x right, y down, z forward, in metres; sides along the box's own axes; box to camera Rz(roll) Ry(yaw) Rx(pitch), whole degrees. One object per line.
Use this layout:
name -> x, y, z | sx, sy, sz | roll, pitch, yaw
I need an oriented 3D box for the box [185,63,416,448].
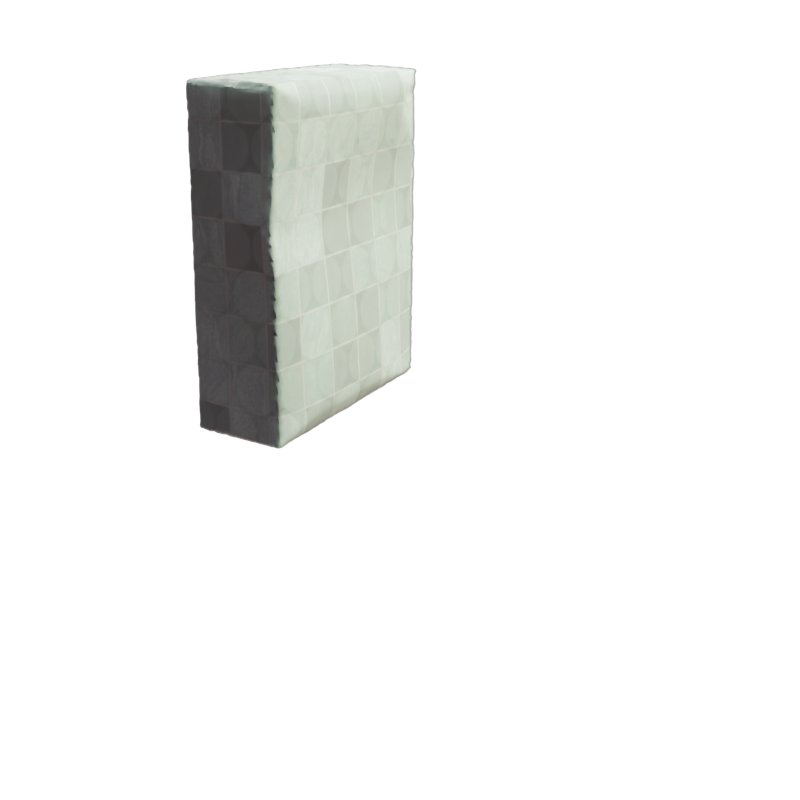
box -> -0.055, -0.100, 0.701 | 0.075, 0.207, 0.163 | 9, 18, 29
